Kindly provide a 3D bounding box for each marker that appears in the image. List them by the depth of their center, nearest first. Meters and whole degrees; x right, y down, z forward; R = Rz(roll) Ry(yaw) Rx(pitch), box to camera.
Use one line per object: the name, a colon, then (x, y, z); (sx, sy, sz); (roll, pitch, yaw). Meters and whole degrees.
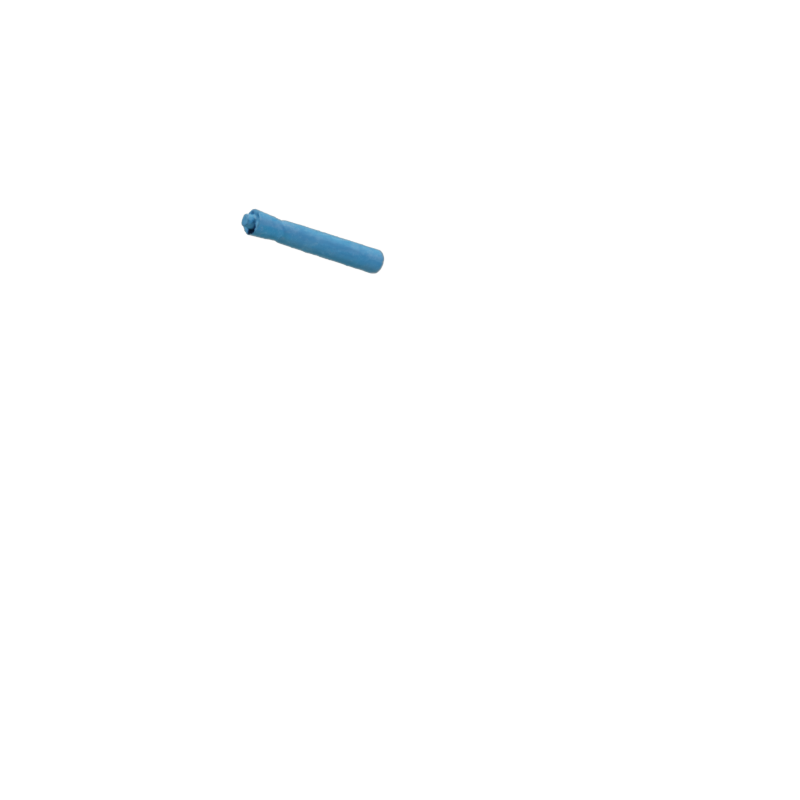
marker: (-0.062, -0.113, 0.791); (0.114, 0.020, 0.021); (13, -5, -38)
